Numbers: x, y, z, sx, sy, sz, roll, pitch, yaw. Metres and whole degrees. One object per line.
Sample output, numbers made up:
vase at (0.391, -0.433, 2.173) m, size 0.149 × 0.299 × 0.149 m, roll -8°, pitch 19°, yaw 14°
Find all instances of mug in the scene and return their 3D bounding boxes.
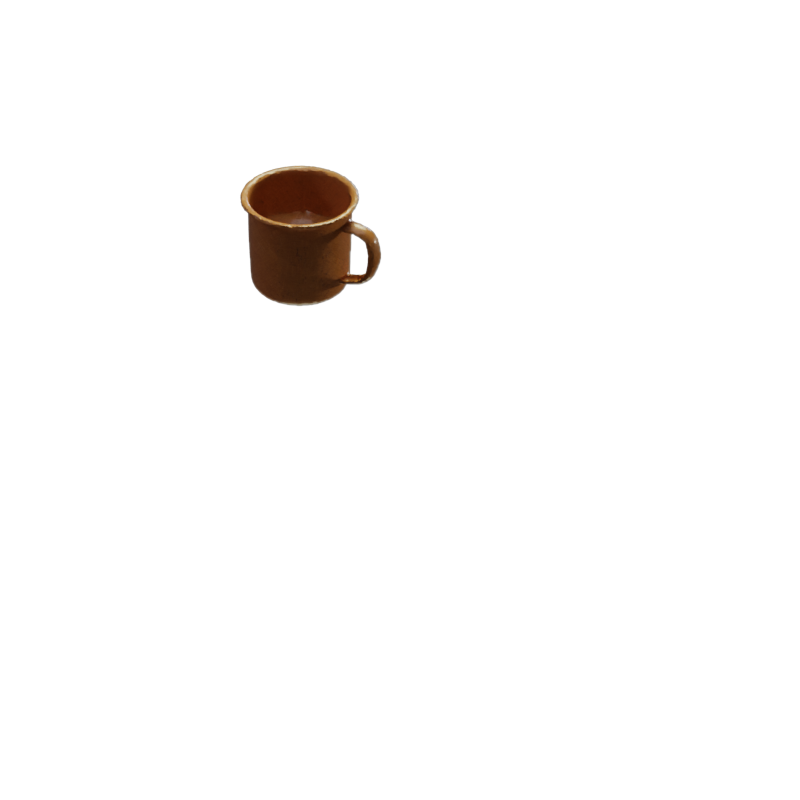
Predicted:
mug at (-0.069, -0.126, 0.883) m, size 0.122 × 0.076 × 0.096 m, roll 17°, pitch 41°, yaw 19°
